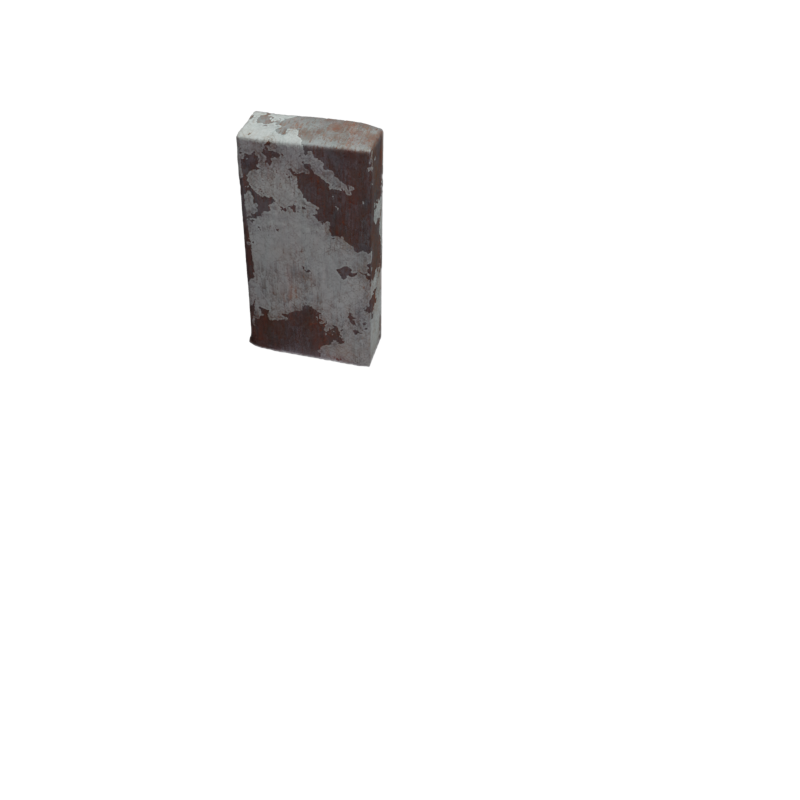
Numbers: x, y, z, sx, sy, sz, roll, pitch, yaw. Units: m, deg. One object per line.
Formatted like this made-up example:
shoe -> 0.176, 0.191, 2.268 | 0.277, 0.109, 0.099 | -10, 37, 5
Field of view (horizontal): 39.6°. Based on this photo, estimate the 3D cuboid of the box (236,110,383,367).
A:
box -> -0.060, -0.110, 0.768 | 0.095, 0.165, 0.050 | 11, 35, 12
